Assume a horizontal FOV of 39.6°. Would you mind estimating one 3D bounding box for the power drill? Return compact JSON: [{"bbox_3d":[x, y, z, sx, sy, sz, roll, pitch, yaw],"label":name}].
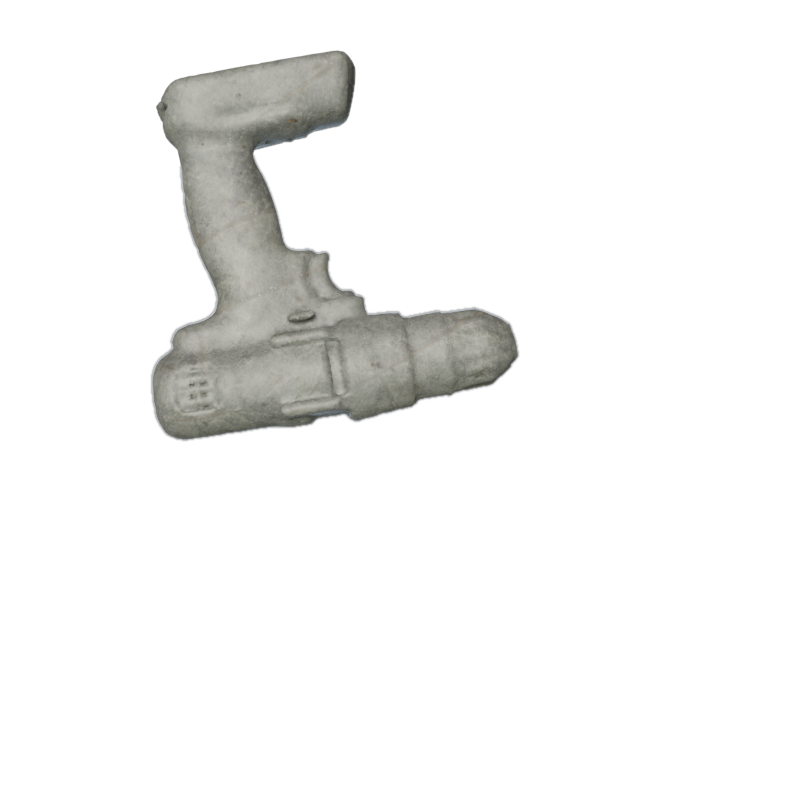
[{"bbox_3d":[-0.045,-0.082,0.572,0.184,0.194,0.056,-10,-12,-2],"label":"power drill"}]
